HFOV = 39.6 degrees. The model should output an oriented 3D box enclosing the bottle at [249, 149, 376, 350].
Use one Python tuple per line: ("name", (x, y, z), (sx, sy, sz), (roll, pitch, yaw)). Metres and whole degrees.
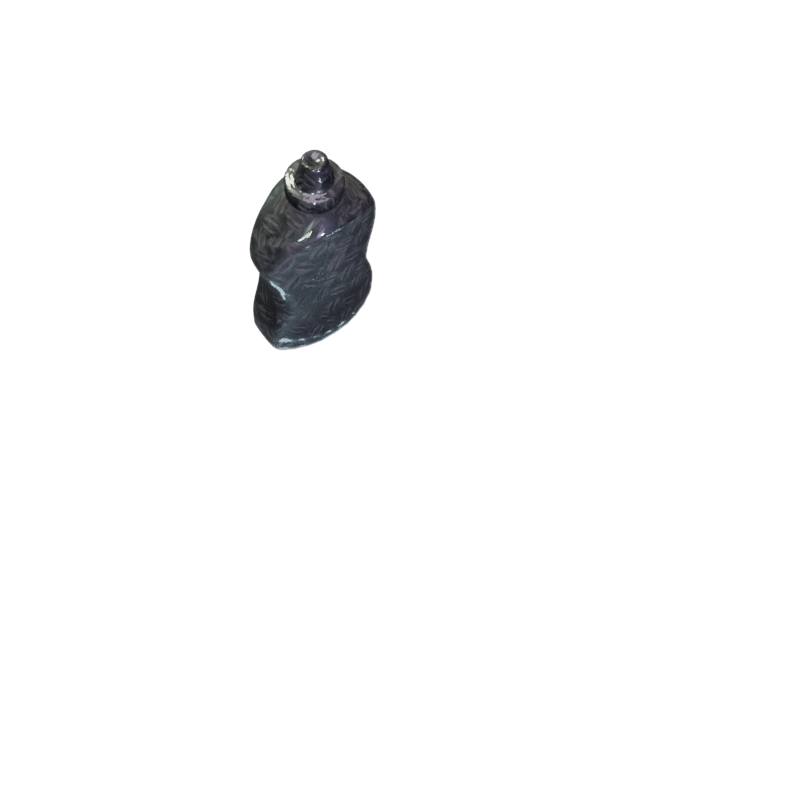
("bottle", (-0.062, -0.113, 0.795), (0.096, 0.062, 0.180), (-31, -22, -19))
